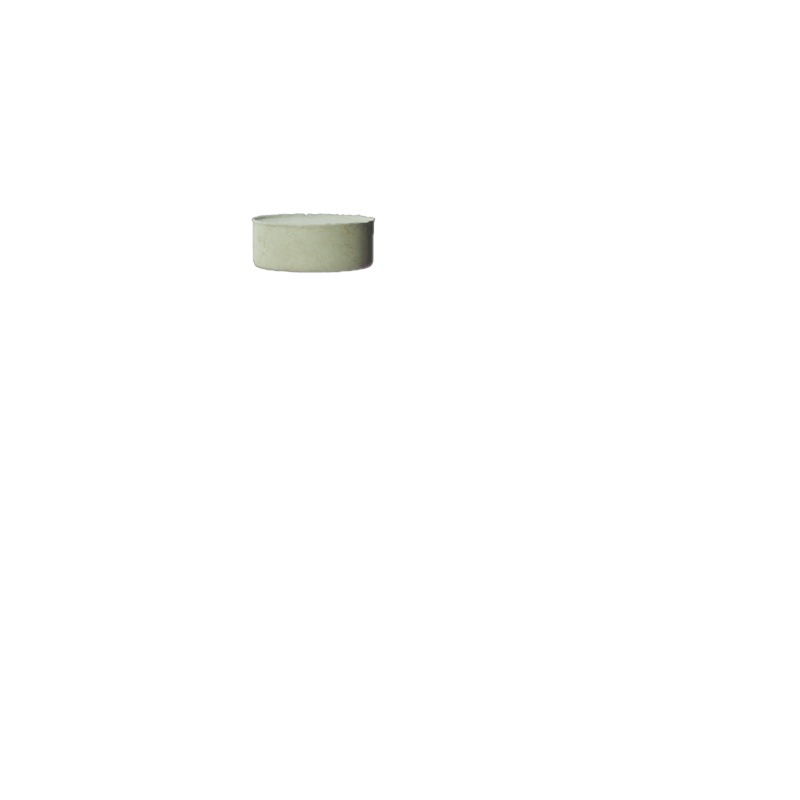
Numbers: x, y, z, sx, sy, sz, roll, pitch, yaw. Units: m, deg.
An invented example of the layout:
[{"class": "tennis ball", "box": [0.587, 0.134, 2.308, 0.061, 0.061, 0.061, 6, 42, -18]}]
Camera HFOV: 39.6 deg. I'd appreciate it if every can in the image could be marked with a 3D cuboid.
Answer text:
[{"class": "can", "box": [-0.060, -0.110, 0.771, 0.086, 0.033, 0.088, 0, 13, -2]}]
